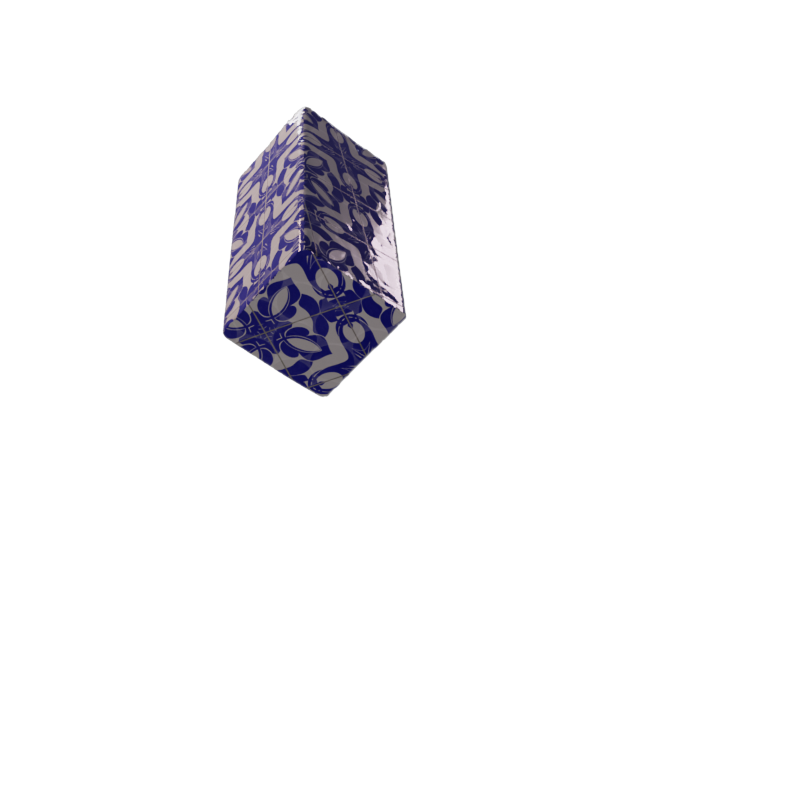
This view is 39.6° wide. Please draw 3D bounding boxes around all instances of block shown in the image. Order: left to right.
[{"bbox_3d":[-0.064,-0.116,0.808,0.086,0.089,0.221,32,29,-25],"label":"block"}]
